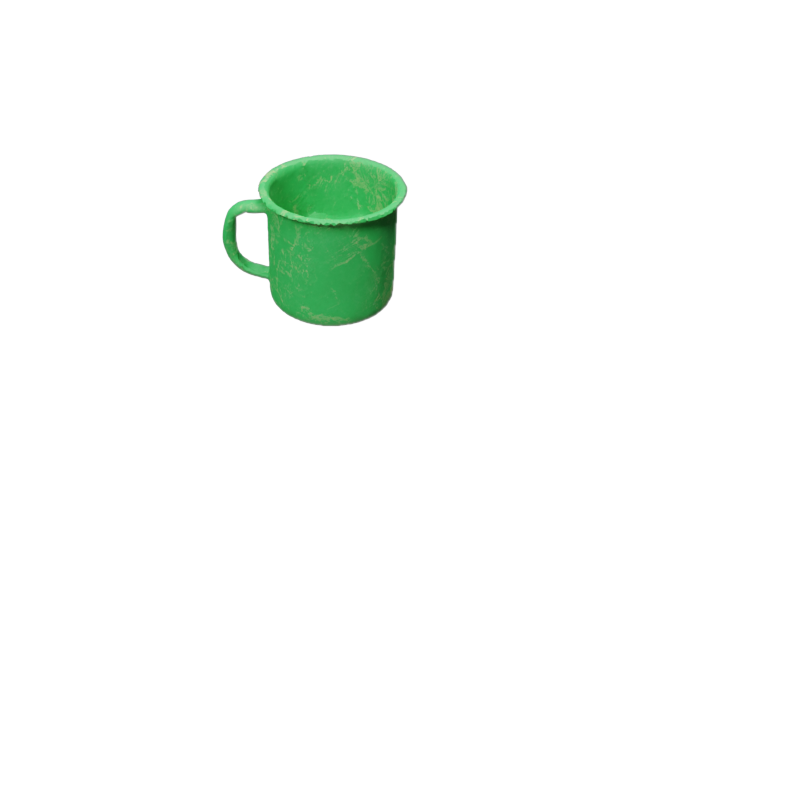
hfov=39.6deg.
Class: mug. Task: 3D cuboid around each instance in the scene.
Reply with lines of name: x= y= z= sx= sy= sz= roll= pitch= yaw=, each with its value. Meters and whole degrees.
mug: x=-0.056 y=-0.102 z=0.712 sx=0.117 sy=0.076 sz=0.099 roll=1 pitch=35 yaw=0
